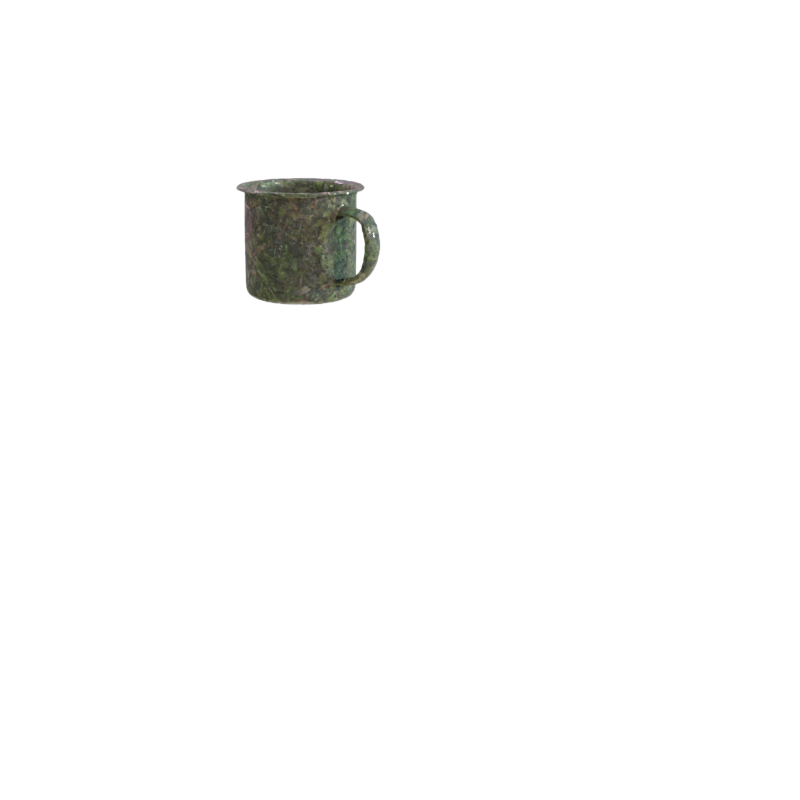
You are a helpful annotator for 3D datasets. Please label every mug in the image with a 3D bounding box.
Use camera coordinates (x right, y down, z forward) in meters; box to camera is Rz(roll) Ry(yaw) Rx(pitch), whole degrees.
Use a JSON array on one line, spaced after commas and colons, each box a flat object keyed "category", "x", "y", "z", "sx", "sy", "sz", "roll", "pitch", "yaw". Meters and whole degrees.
[{"category": "mug", "x": -0.063, "y": -0.115, "z": 0.807, "sx": 0.123, "sy": 0.079, "sz": 0.091, "roll": 12, "pitch": 18, "yaw": 35}]
